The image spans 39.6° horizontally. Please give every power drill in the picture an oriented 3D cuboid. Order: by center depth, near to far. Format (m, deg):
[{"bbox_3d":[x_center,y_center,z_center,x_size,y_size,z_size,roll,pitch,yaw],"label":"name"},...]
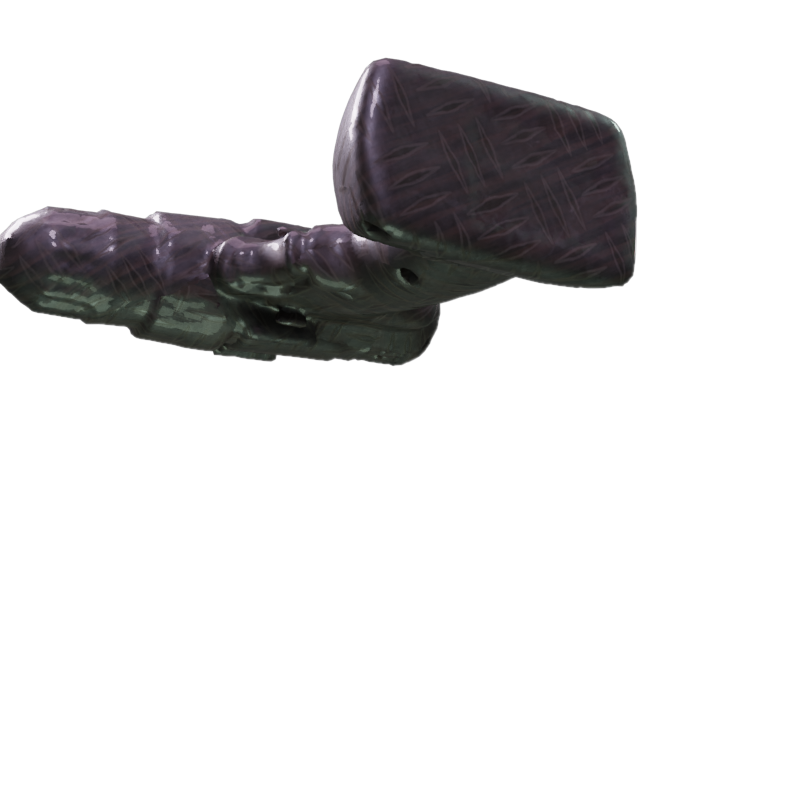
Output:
[{"bbox_3d":[-0.030,-0.055,0.384,0.177,0.059,0.190,5,-9,-31],"label":"power drill"}]
